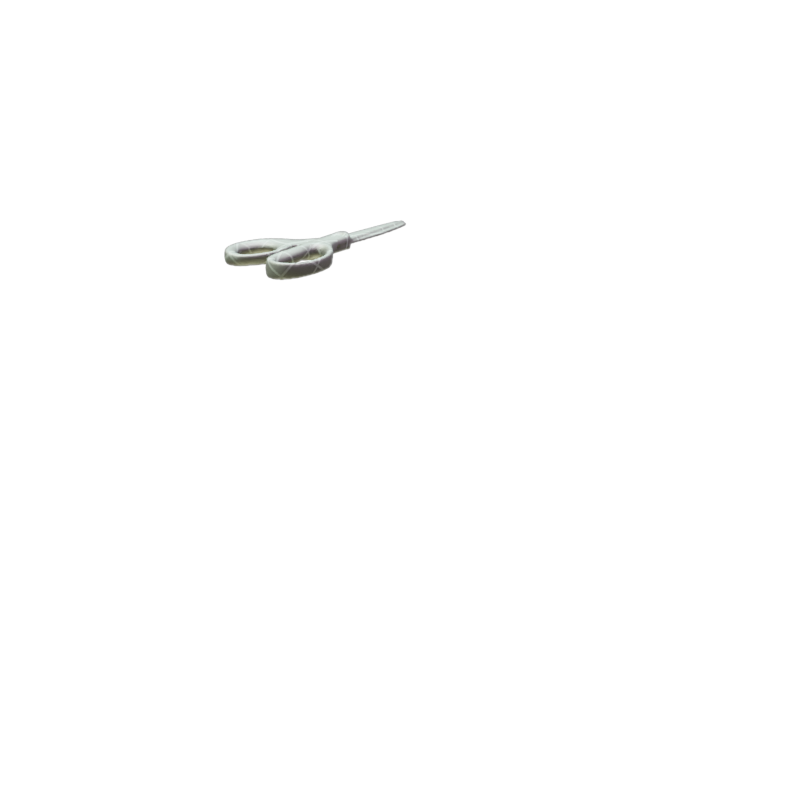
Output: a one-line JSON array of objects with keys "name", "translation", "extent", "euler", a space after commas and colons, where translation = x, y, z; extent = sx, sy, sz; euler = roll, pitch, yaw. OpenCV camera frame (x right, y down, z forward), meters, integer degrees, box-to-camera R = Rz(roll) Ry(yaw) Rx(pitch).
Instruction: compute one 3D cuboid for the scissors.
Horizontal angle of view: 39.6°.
[{"name": "scissors", "translation": [-0.072, -0.131, 0.918], "extent": [0.099, 0.015, 0.203], "euler": [7, 21, 18]}]
